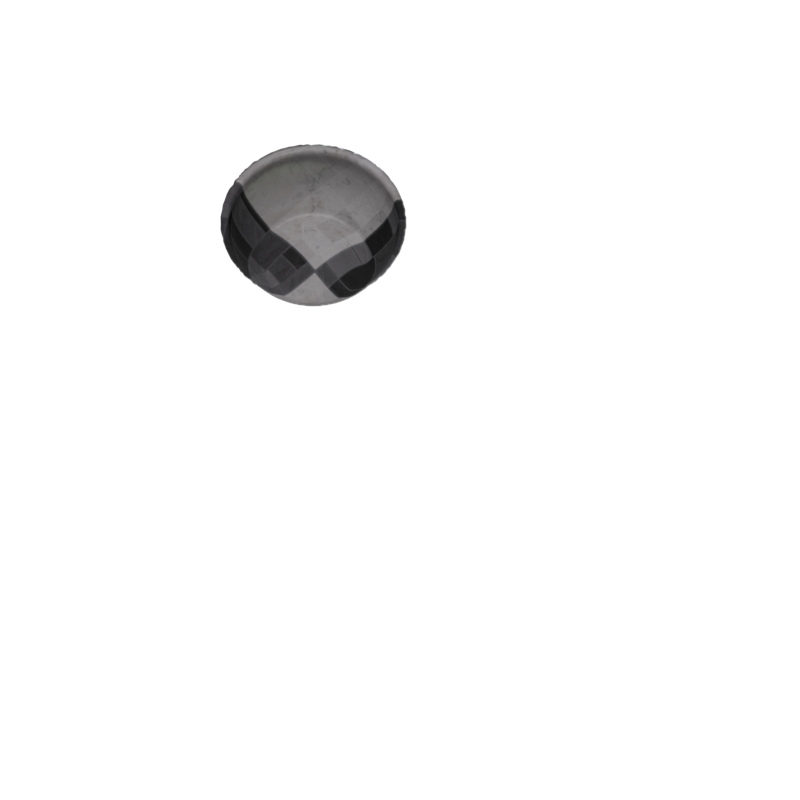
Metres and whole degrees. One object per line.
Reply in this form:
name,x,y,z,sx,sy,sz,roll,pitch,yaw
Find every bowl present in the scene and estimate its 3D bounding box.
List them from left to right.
bowl,-0.074,-0.135,0.942,0.162,0.152,0.059,1,36,-1
